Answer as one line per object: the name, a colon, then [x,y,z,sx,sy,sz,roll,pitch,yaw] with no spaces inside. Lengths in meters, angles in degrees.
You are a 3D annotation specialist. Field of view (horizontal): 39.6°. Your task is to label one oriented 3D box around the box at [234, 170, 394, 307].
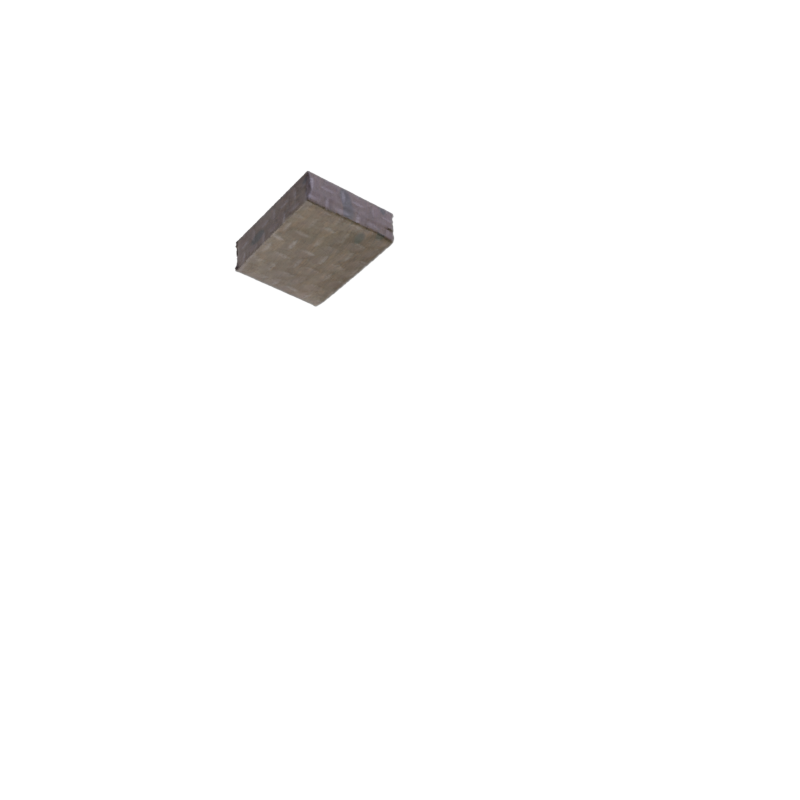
box: [-0.073,-0.134,0.938,0.085,0.042,0.112,26,-46,-29]
